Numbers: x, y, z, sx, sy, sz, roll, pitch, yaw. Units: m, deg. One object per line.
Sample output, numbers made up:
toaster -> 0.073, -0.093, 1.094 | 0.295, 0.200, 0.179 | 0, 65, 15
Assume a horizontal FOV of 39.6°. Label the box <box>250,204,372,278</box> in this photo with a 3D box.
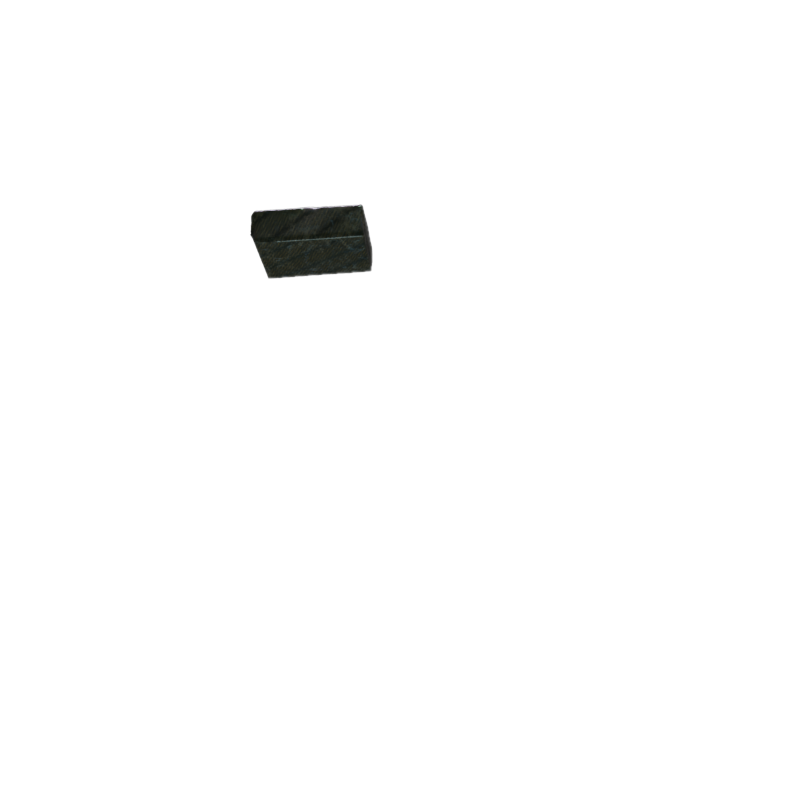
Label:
box -> -0.069, -0.126, 0.885 | 0.090, 0.032, 0.069 | -2, -19, 6
